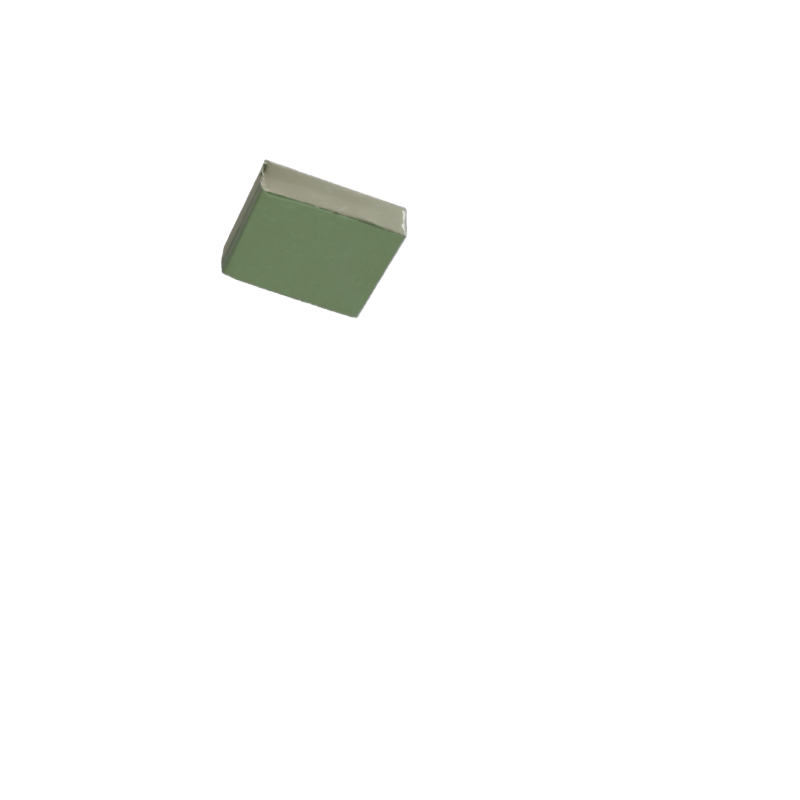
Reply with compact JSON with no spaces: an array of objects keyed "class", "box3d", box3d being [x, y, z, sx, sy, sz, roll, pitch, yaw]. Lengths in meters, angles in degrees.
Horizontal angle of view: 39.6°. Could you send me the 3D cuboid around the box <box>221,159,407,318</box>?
[{"class":"box","box3d":[-0.063,-0.115,0.804,0.110,0.042,0.086,17,-49,-16]}]
